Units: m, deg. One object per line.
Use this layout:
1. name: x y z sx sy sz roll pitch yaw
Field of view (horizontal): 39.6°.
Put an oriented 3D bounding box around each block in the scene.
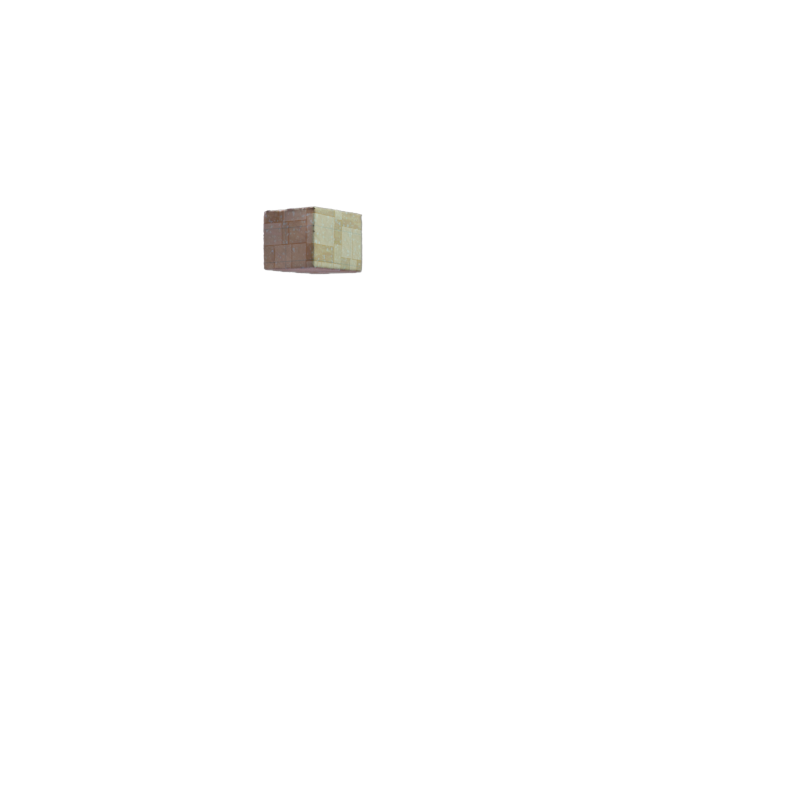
1. block: -0.074 -0.134 0.941 0.054 0.052 0.075 0 1 31
